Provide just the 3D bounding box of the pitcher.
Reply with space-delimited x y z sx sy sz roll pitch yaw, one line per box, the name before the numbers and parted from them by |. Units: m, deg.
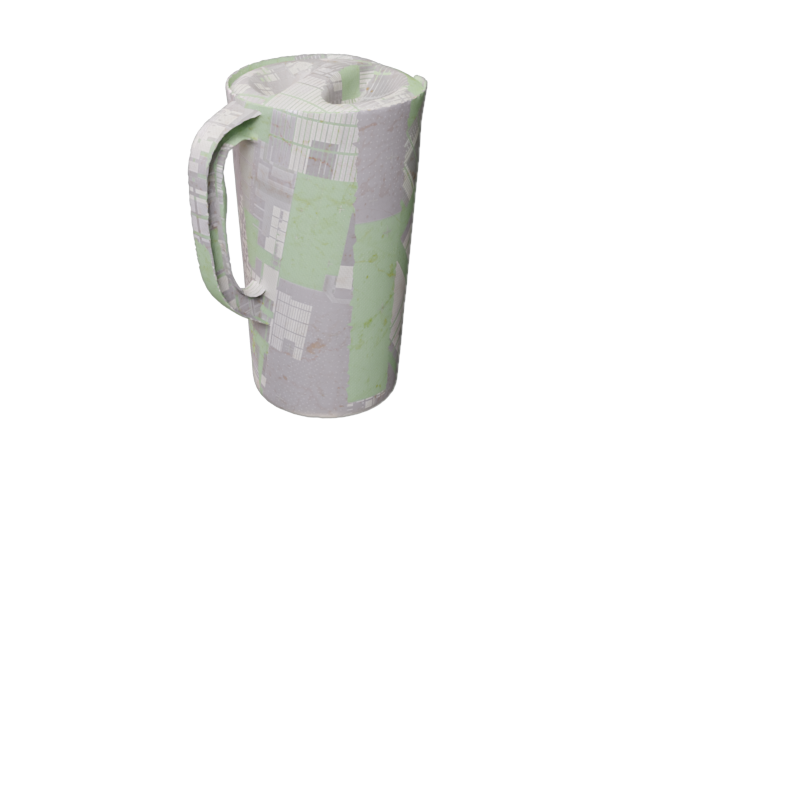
pitcher | -0.061 -0.110 0.773 0.150 0.230 0.153 2 27 2
